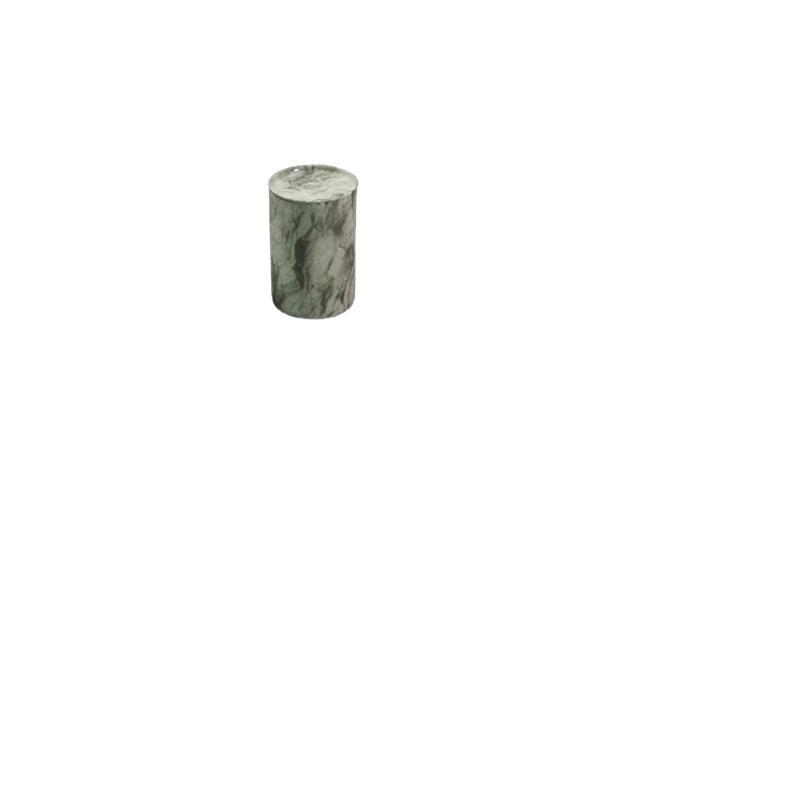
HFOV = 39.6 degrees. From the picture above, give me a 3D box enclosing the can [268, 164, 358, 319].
[{"bbox_3d":[-0.067,-0.122,0.854,0.068,0.096,0.073,0,31,-3],"label":"can"}]
